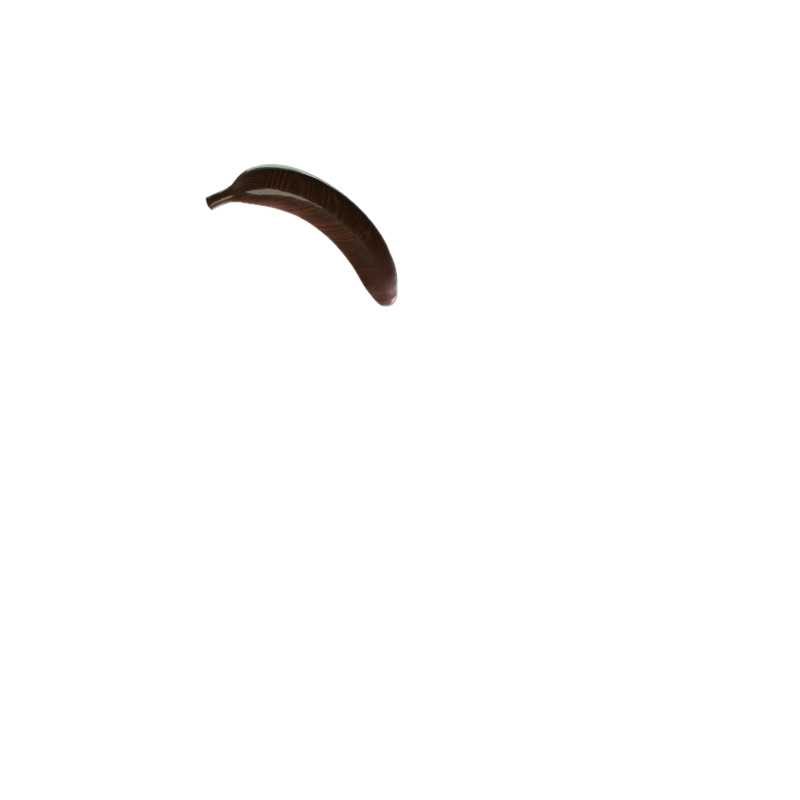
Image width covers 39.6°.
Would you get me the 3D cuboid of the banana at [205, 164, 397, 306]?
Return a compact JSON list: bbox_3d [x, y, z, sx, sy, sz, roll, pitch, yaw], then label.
[{"bbox_3d":[-0.066,-0.149,0.948,0.189,0.068,0.039,29,33,-21],"label":"banana"}]
